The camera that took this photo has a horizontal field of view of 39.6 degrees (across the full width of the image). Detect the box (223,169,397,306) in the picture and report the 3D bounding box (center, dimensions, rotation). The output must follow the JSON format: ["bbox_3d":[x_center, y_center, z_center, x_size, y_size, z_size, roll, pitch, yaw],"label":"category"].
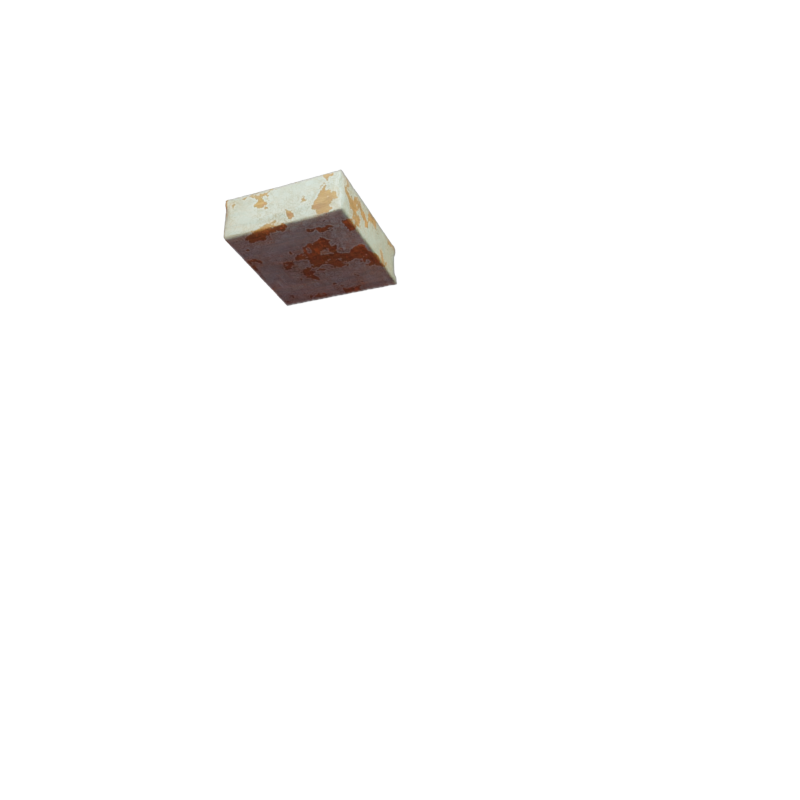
[{"bbox_3d":[-0.051,-0.092,0.647,0.074,0.032,0.083,-11,-29,20],"label":"box"}]
